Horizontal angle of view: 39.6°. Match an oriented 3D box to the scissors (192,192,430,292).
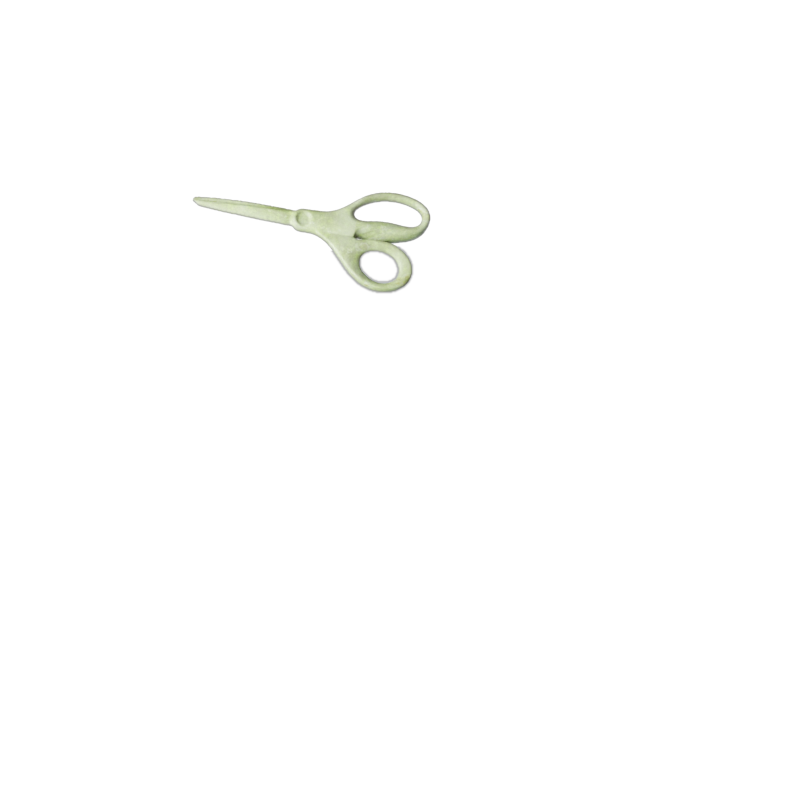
[{"bbox_3d":[-0.074,-0.135,0.942,0.201,0.101,0.015,-4,-18,-1],"label":"scissors"}]
